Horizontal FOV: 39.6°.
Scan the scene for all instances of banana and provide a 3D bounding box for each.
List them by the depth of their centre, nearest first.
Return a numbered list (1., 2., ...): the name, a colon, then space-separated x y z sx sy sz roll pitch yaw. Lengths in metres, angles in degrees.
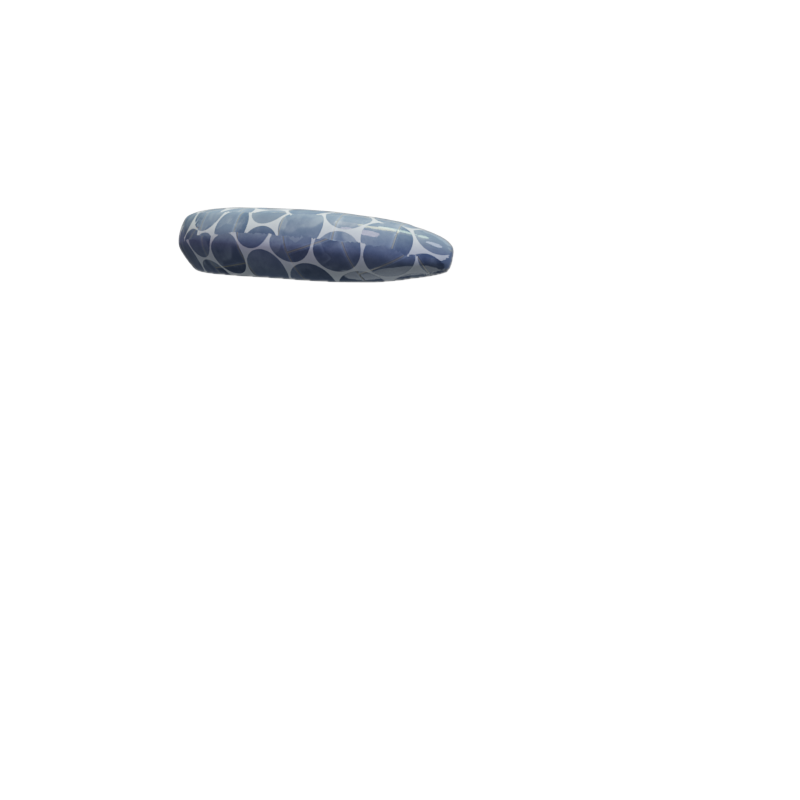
1. banana: -0.063 -0.083 0.585 0.067 0.036 0.207 -7 12 -40
